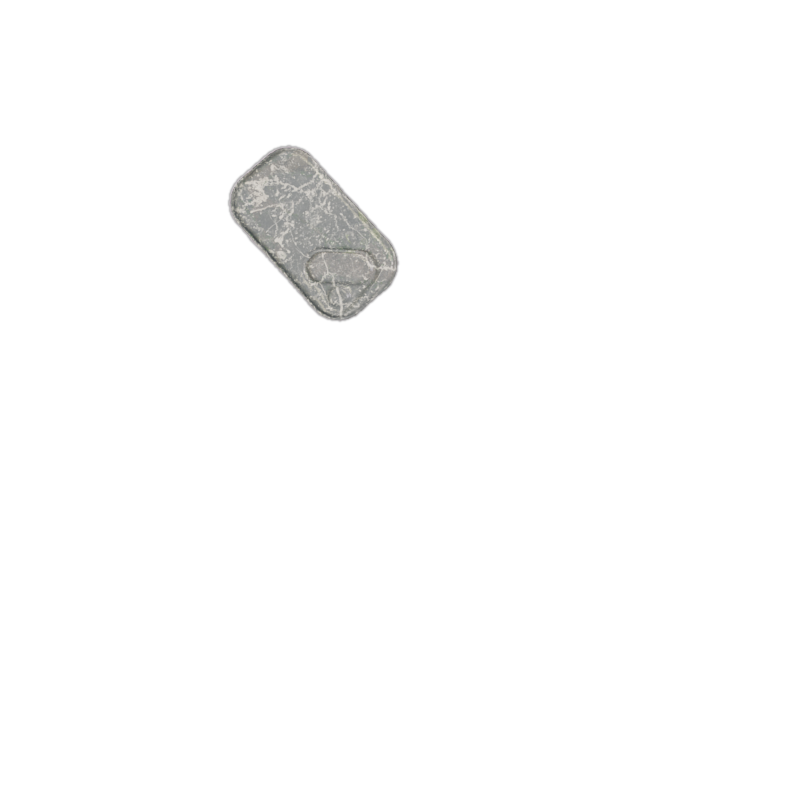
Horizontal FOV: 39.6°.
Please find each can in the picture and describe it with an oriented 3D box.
[{"bbox_3d":[-0.052,-0.095,0.663,0.058,0.103,0.083,-42,-2,-3],"label":"can"}]
